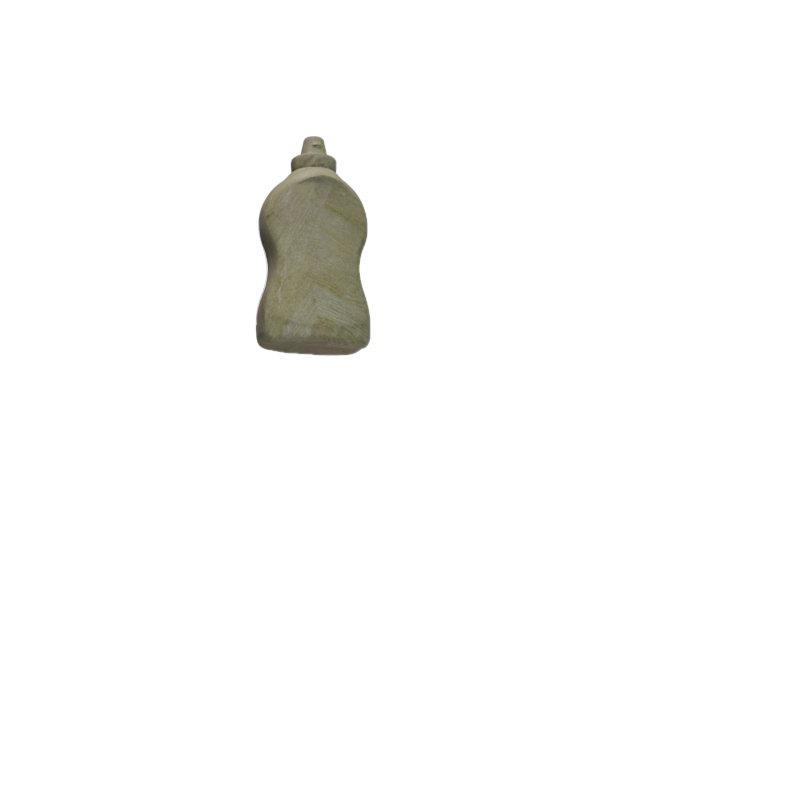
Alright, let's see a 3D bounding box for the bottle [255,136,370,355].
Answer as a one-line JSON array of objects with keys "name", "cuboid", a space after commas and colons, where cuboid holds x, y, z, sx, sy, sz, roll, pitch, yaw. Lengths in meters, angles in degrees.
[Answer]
[{"name": "bottle", "cuboid": [-0.075, -0.138, 0.966, 0.094, 0.199, 0.057, 4, -17, -17]}]
